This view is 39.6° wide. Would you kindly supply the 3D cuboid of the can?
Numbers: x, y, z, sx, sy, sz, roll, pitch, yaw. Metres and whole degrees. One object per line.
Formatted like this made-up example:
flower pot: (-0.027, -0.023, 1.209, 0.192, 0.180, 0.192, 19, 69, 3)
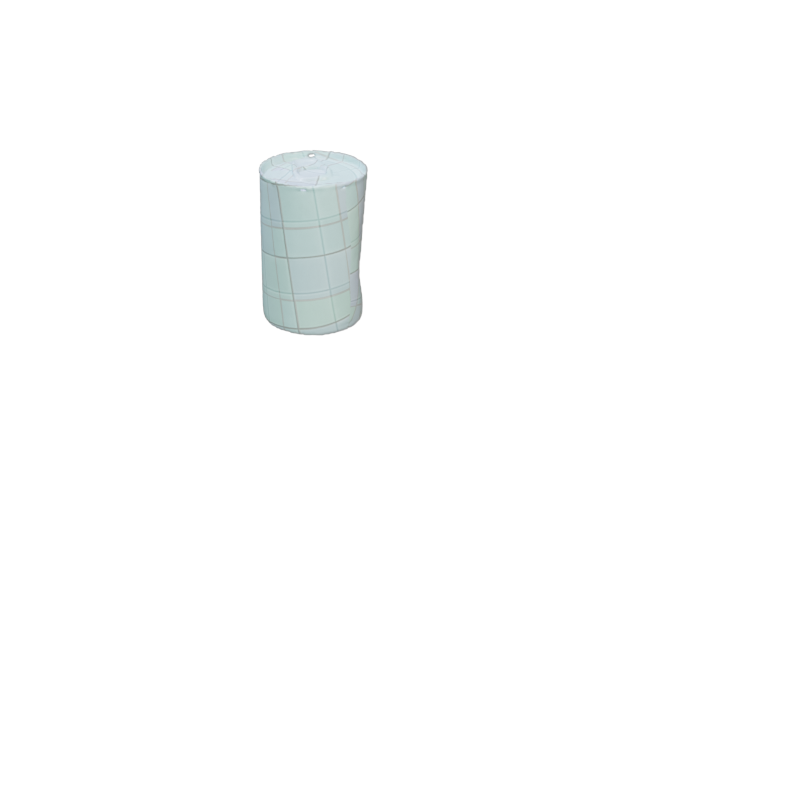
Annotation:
can: (-0.056, -0.102, 0.711, 0.068, 0.097, 0.072, 0, 27, -2)
